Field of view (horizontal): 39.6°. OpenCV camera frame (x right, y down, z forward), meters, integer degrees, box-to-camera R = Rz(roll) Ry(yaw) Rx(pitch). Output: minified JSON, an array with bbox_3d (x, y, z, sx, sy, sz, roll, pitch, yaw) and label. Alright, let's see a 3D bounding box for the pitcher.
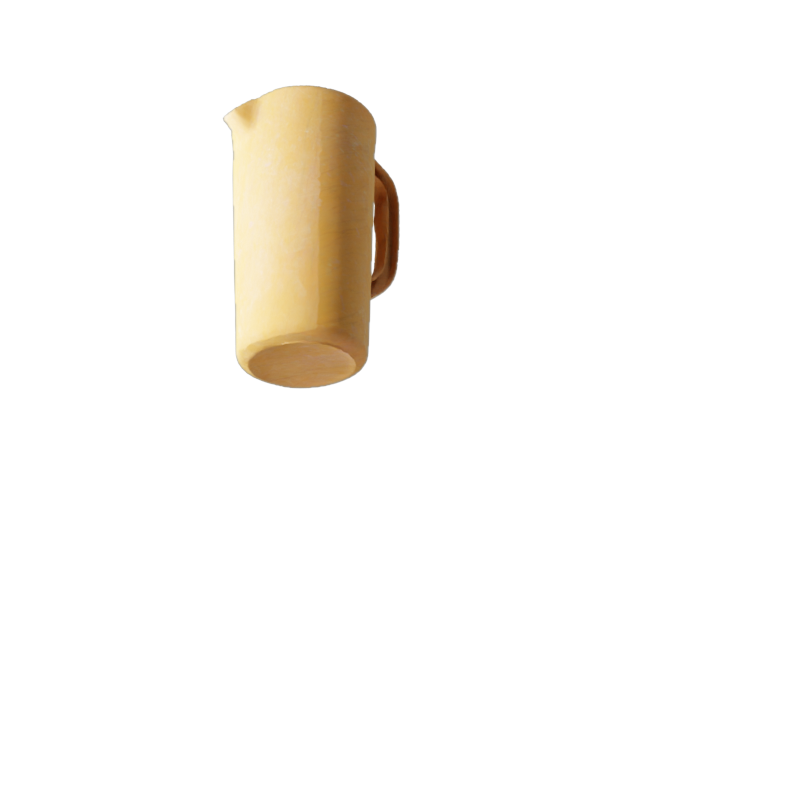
[{"bbox_3d":[-0.075,-0.137,0.959,0.150,0.258,0.136,-3,-28,3],"label":"pitcher"}]
